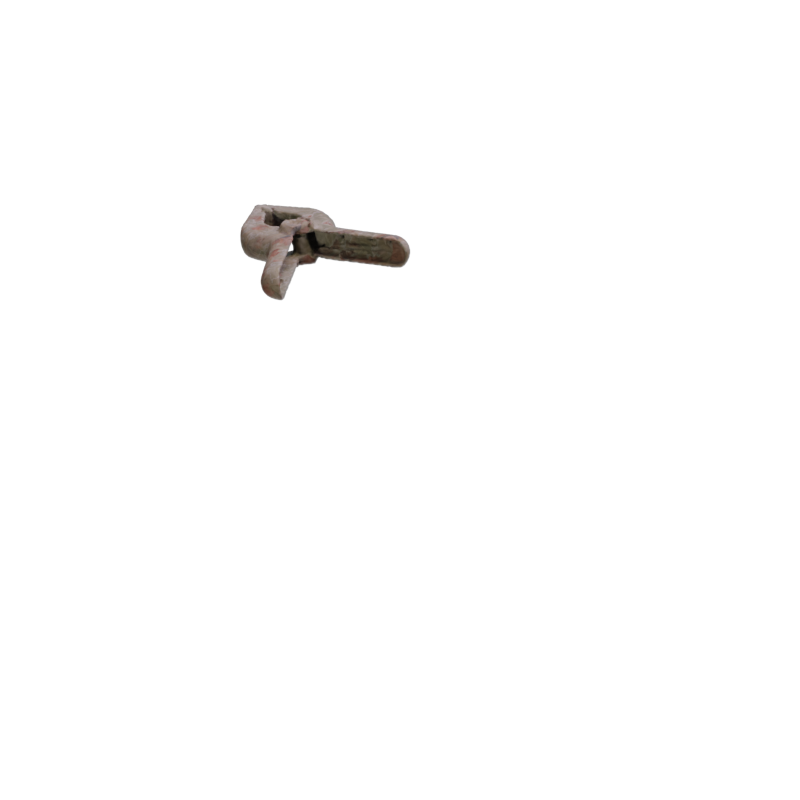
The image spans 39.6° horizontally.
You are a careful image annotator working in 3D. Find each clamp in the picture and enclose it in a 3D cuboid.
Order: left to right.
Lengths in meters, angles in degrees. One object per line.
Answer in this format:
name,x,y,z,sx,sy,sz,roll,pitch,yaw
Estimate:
clamp,-0.070,-0.128,0.894,0.118,0.037,0.183,-8,28,-16
